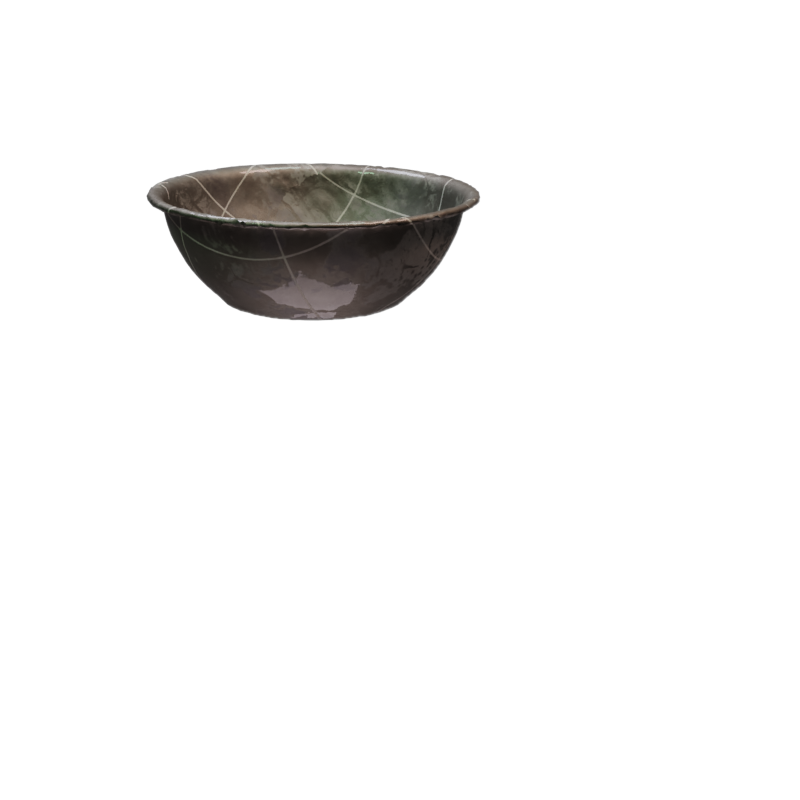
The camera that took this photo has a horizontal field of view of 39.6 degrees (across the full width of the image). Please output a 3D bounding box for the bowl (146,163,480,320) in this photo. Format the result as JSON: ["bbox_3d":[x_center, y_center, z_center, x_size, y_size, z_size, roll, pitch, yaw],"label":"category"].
[{"bbox_3d":[-0.043,-0.078,0.546,0.162,0.053,0.169,-1,19,-2],"label":"bowl"}]
